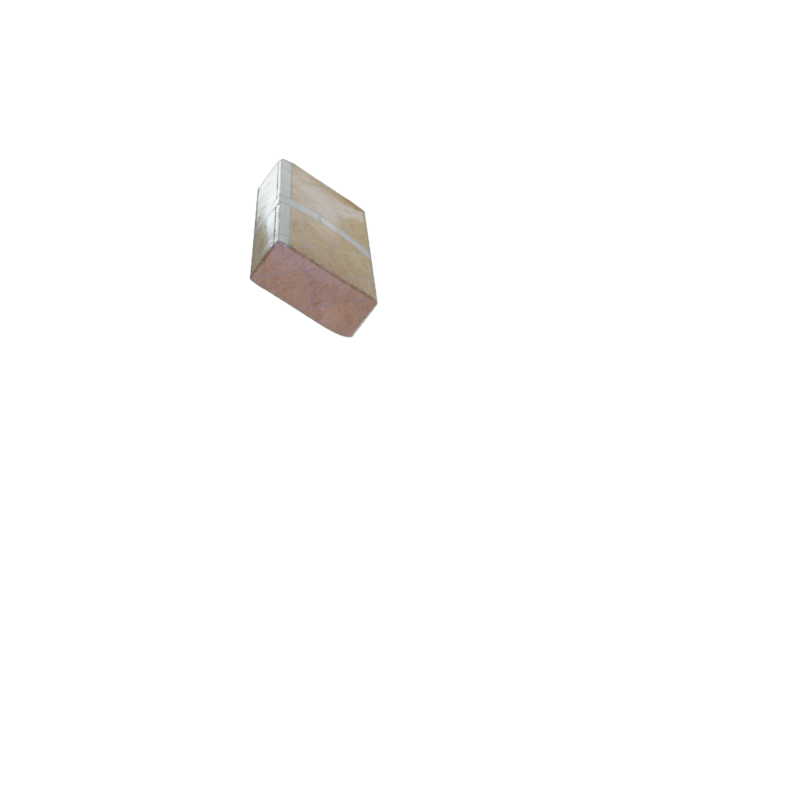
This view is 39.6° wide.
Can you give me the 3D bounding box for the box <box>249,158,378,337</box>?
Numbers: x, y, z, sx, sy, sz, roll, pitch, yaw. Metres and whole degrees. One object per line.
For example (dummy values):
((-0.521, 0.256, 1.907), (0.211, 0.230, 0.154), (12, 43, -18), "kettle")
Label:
((-0.070, -0.128, 0.892), (0.090, 0.047, 0.188), (30, 26, -20), "box")
